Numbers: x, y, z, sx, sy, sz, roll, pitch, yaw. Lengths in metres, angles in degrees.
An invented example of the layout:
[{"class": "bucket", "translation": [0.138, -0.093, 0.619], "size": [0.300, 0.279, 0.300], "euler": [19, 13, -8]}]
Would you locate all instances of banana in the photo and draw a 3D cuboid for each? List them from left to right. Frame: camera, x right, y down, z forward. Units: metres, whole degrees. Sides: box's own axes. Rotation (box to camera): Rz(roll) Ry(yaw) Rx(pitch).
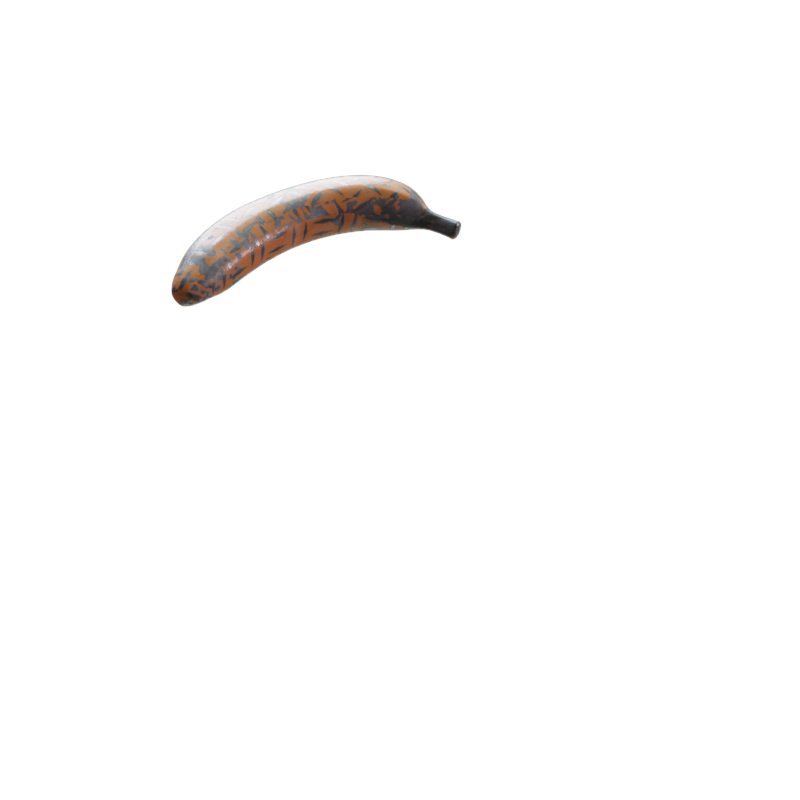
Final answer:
[{"class": "banana", "translation": [-0.059, -0.106, 0.681], "size": [0.195, 0.034, 0.075], "euler": [-20, 38, -27]}]
